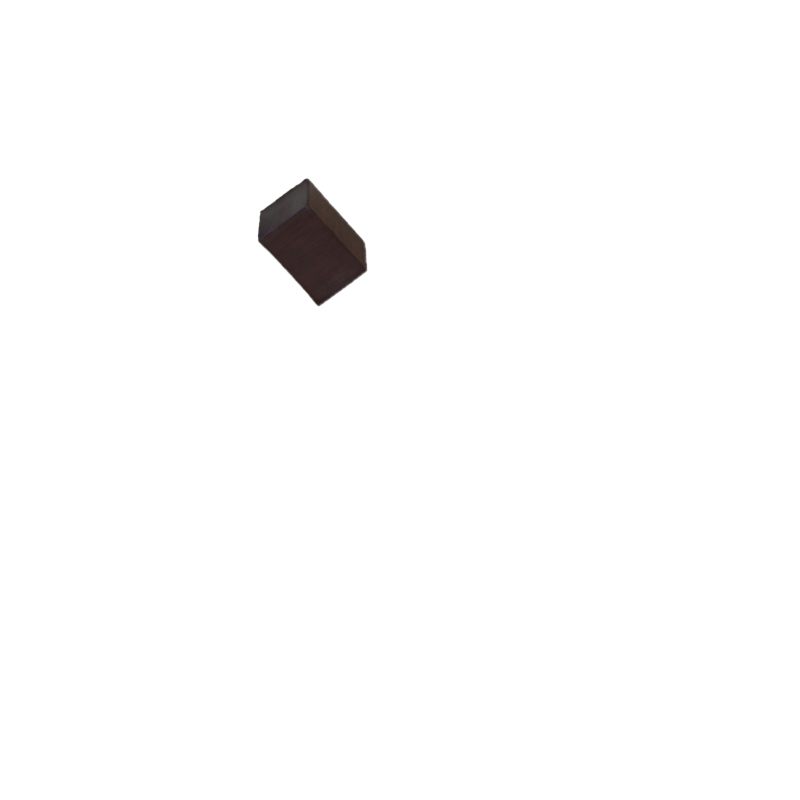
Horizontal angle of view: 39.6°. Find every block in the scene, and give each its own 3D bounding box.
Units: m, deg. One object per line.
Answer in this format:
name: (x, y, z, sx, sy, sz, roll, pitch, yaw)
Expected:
block: (-0.070, -0.127, 0.888, 0.052, 0.074, 0.054, -34, 25, 17)
